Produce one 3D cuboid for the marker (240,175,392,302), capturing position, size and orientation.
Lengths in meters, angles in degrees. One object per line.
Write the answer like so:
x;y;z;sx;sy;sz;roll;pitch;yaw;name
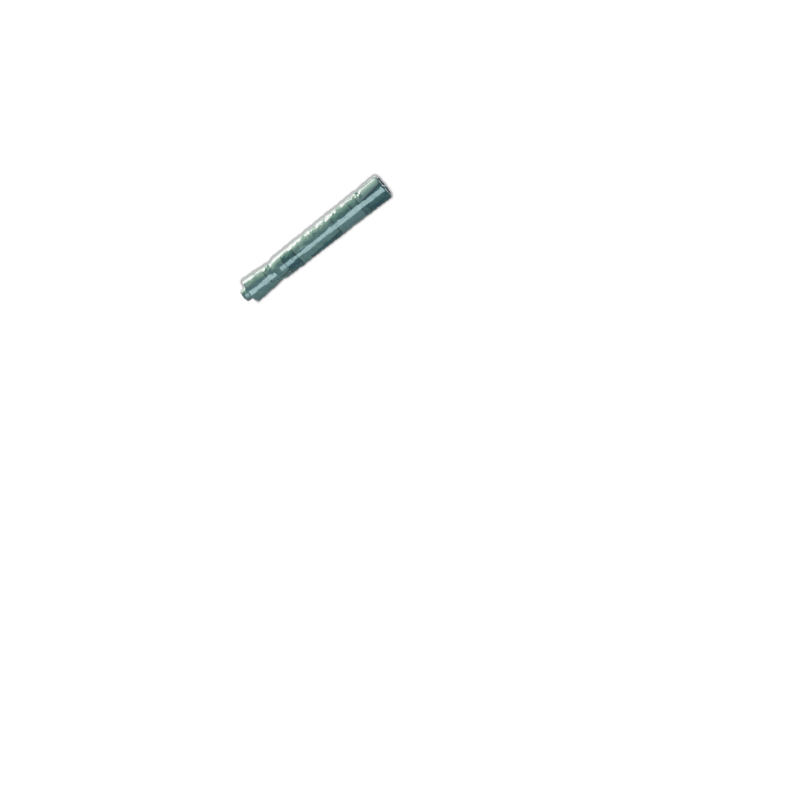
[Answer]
-0.058;-0.105;0.736;0.120;0.020;0.019;-37;-4;12;marker
